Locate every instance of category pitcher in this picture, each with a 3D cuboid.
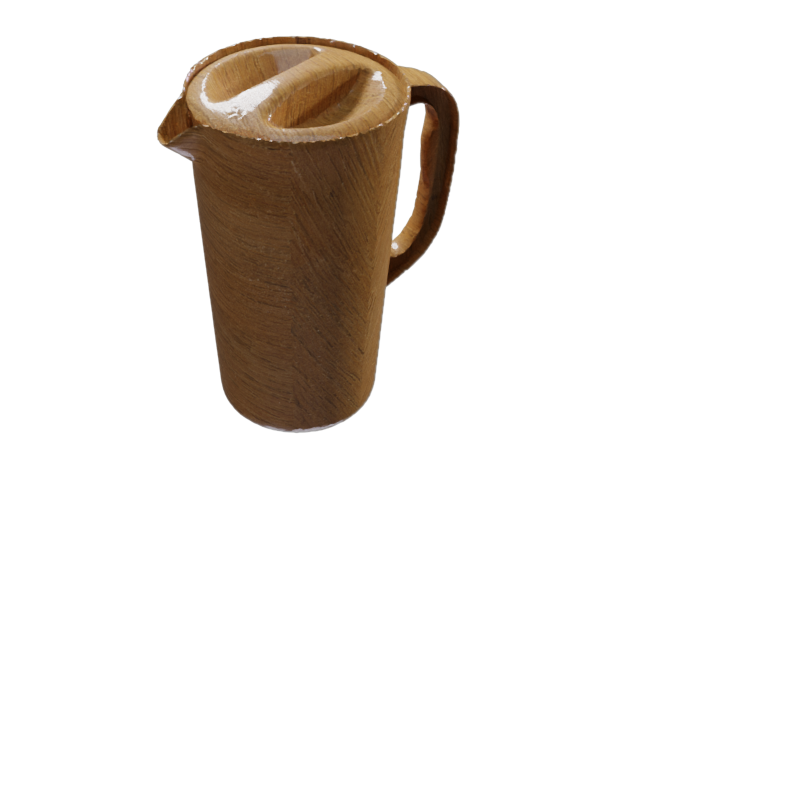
[{"bbox_3d":[-0.056,-0.102,0.711,0.154,0.227,0.151,15,41,14],"label":"pitcher"}]
